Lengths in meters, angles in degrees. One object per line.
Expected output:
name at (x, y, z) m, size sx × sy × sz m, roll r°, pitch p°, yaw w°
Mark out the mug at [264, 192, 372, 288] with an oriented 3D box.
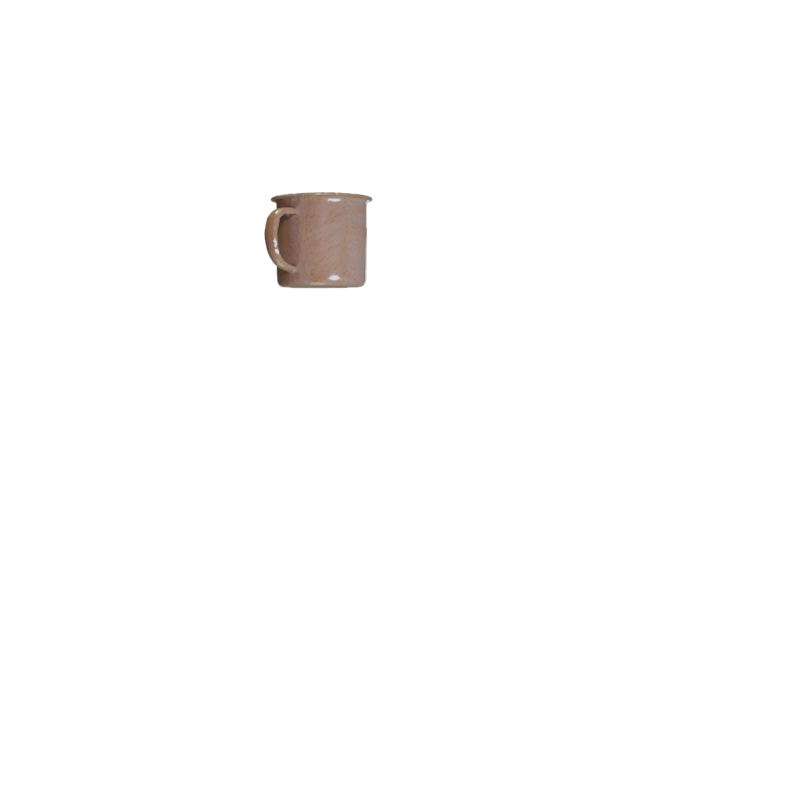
mug at (-0.078, -0.143, 0.999) m, size 0.097 × 0.082 × 0.113 m, roll 0°, pitch 1°, yaw 36°
